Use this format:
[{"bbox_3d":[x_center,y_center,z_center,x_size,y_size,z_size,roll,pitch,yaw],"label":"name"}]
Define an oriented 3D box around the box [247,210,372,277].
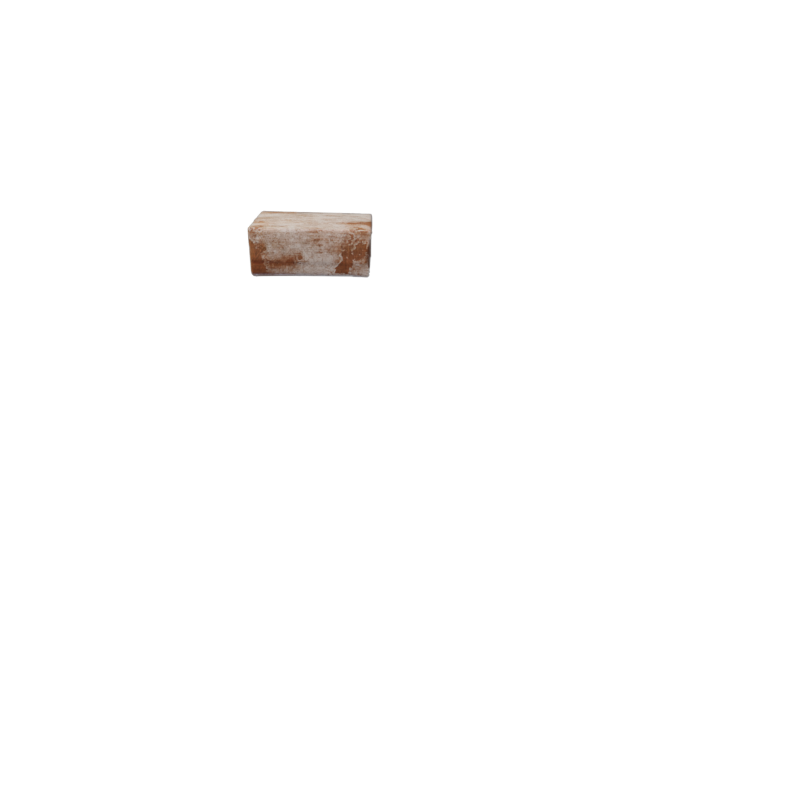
[{"bbox_3d":[-0.066,-0.120,0.841,0.090,0.038,0.117,0,17,0],"label":"box"}]
